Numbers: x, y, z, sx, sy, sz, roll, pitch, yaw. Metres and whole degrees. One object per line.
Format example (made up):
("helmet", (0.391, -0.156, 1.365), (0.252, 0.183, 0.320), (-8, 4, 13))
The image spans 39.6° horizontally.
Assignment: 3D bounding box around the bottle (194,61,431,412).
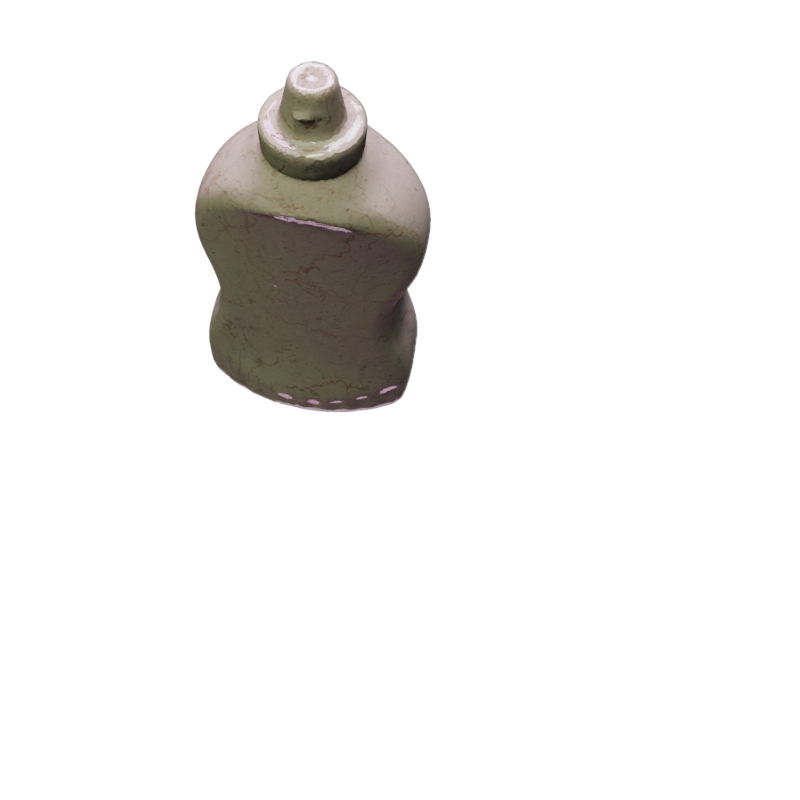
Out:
("bottle", (-0.037, -0.066, 0.467), (0.097, 0.061, 0.179), (14, -33, 6))
